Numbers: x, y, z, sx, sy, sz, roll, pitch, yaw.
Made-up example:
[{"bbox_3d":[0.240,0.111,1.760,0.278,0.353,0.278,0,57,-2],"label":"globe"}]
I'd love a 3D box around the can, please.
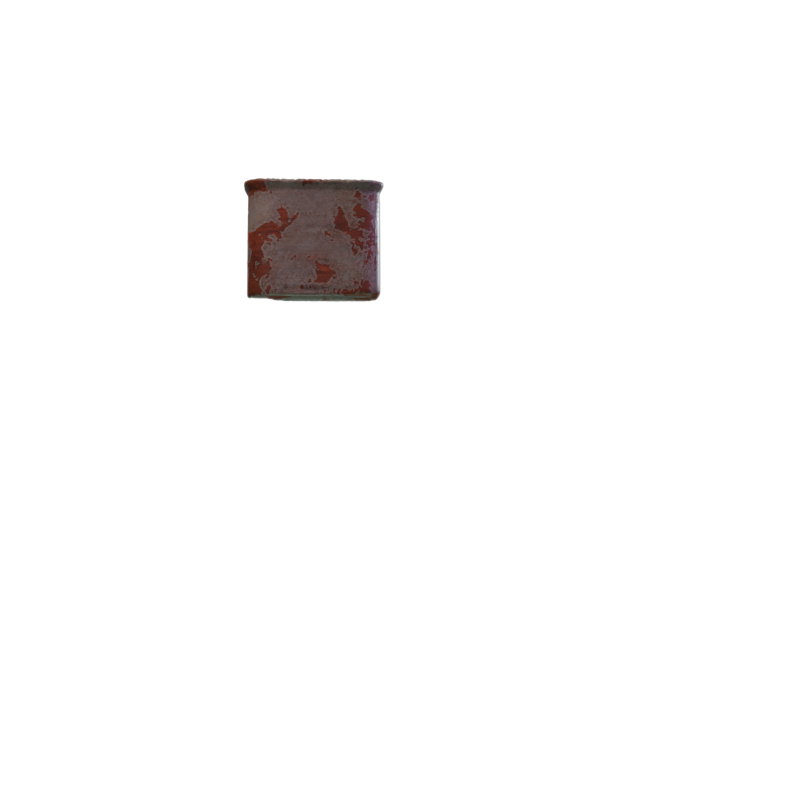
[{"bbox_3d":[-0.063,-0.116,0.810,0.101,0.085,0.057,0,-5,-4],"label":"can"}]
